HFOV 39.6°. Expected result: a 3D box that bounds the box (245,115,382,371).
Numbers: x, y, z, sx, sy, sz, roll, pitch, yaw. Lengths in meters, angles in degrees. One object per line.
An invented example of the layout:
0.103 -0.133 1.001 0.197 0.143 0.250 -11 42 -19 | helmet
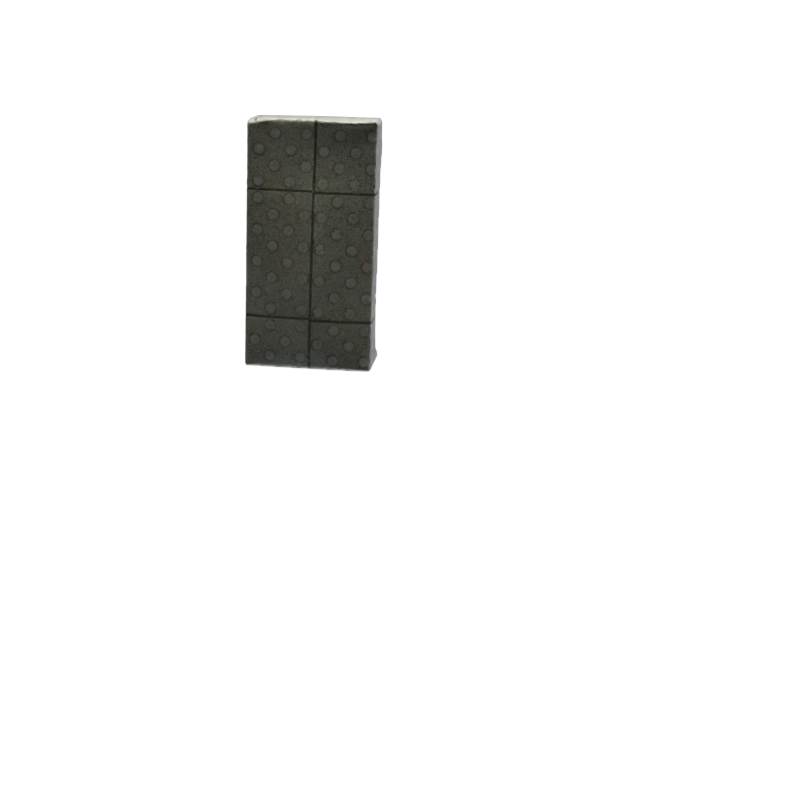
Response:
-0.062 -0.112 0.784 0.094 0.171 0.049 2 12 7 | box
